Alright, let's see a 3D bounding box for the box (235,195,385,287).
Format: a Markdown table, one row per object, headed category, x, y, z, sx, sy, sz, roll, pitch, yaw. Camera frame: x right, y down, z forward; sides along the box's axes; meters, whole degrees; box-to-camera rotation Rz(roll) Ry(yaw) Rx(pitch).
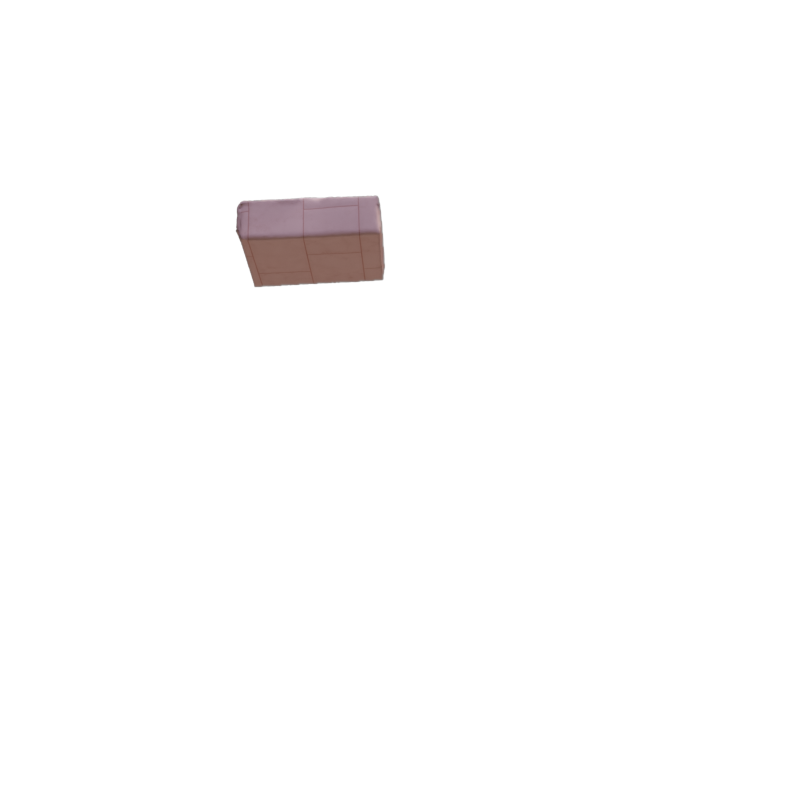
| category | x | y | z | sx | sy | sz | roll | pitch | yaw |
| --- | --- | --- | --- | --- | --- | --- | --- | --- | --- |
| box | -0.056 | -0.101 | 0.708 | 0.090 | 0.032 | 0.069 | -1 | -20 | 3 |
